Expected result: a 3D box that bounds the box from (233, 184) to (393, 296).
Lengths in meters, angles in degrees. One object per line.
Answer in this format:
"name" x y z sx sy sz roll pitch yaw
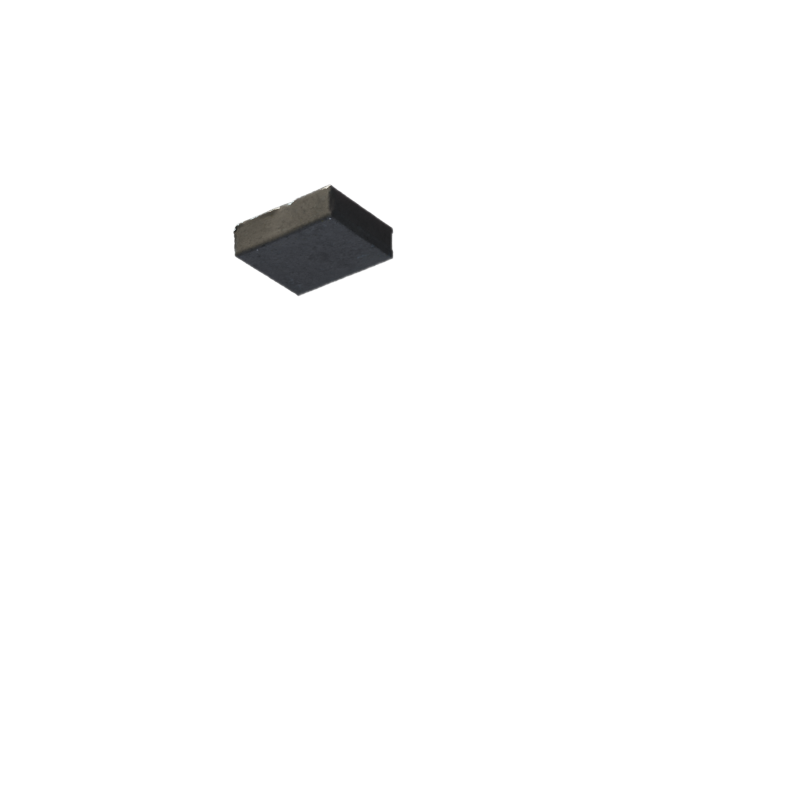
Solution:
"box" -0.061 -0.111 0.780 0.090 0.032 0.068 -17 -30 32
